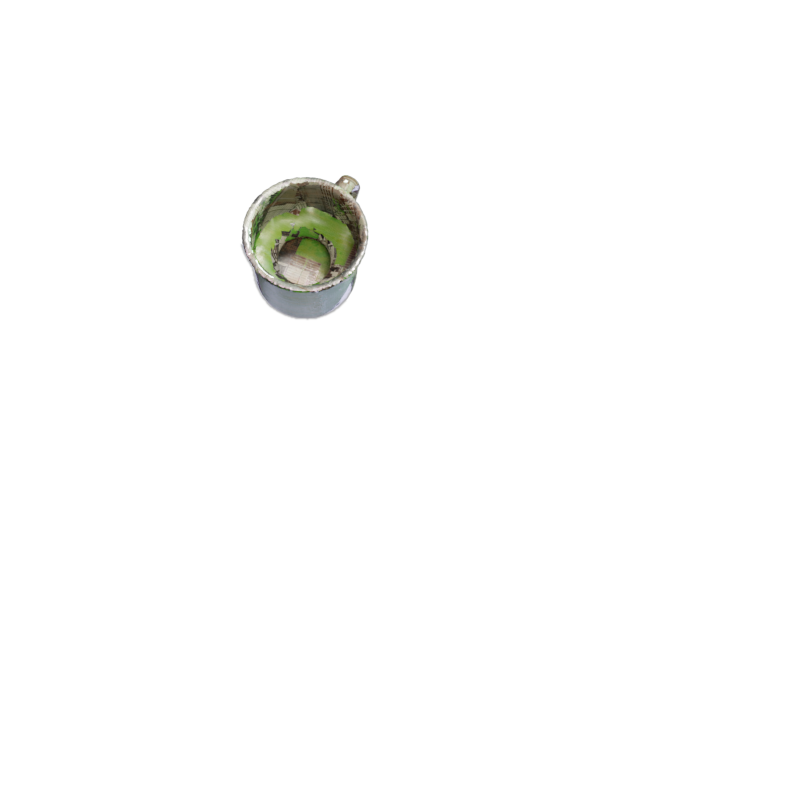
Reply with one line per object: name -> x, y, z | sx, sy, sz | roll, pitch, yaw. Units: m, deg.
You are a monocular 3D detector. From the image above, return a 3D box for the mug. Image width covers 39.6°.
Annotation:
mug -> -0.067, -0.122, 0.854 | 0.095, 0.120, 0.078 | 28, -19, 8
